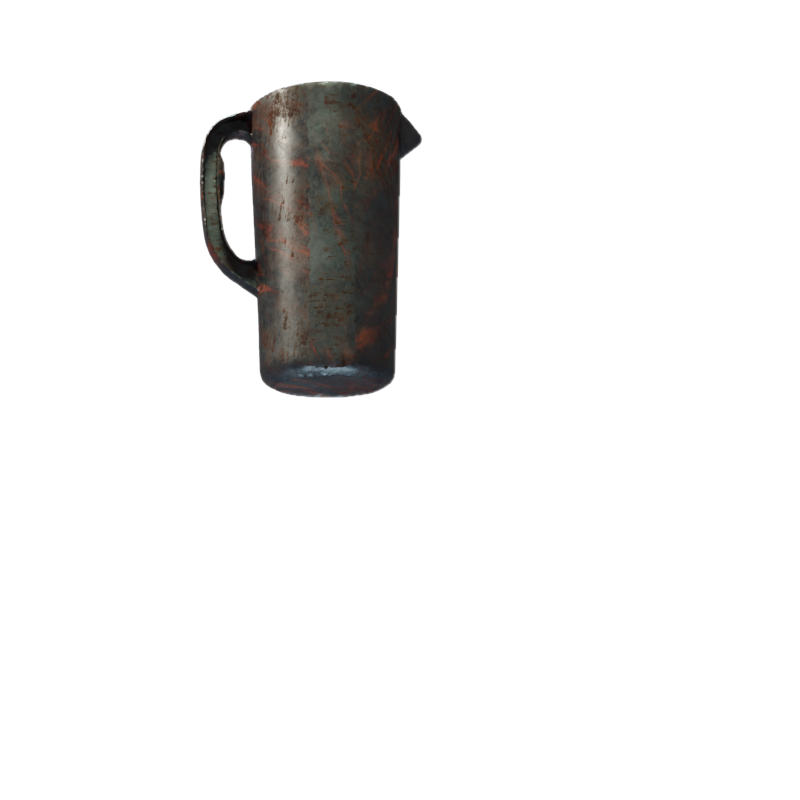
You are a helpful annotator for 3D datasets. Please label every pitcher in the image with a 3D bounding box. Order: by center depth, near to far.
[{"bbox_3d":[-0.072,-0.131,0.915,0.152,0.253,0.136,-11,-19,31],"label":"pitcher"}]
